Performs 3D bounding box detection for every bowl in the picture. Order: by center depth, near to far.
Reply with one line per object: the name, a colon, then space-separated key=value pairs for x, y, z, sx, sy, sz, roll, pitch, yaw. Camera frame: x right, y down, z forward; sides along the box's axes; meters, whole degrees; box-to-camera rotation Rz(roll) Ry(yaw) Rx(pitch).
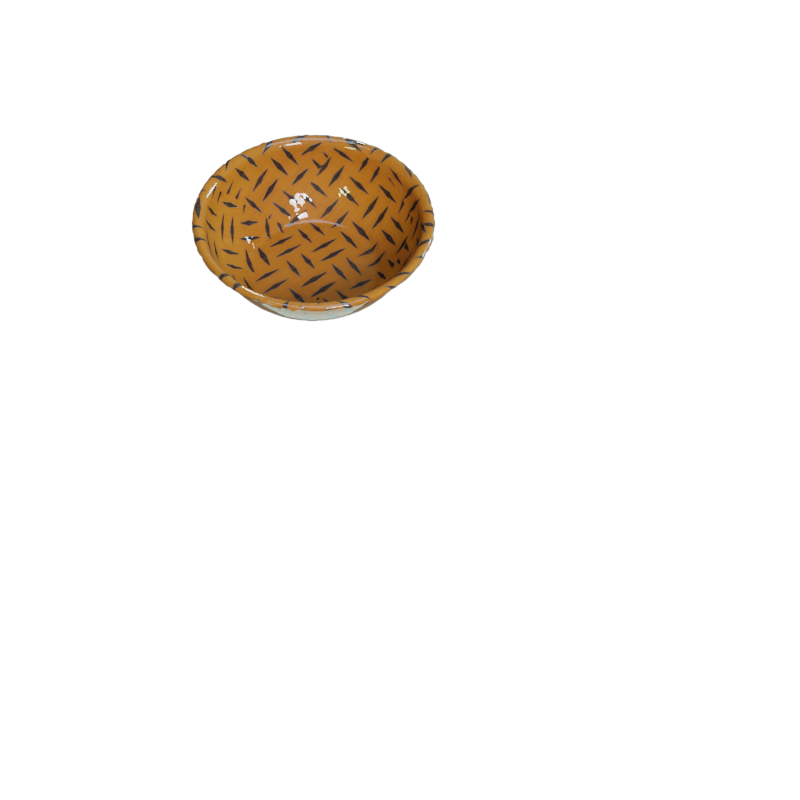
bowl: x=-0.059 y=-0.108 z=0.755 sx=0.162 sy=0.174 sz=0.051 roll=-1 pitch=-39 yaw=-1
